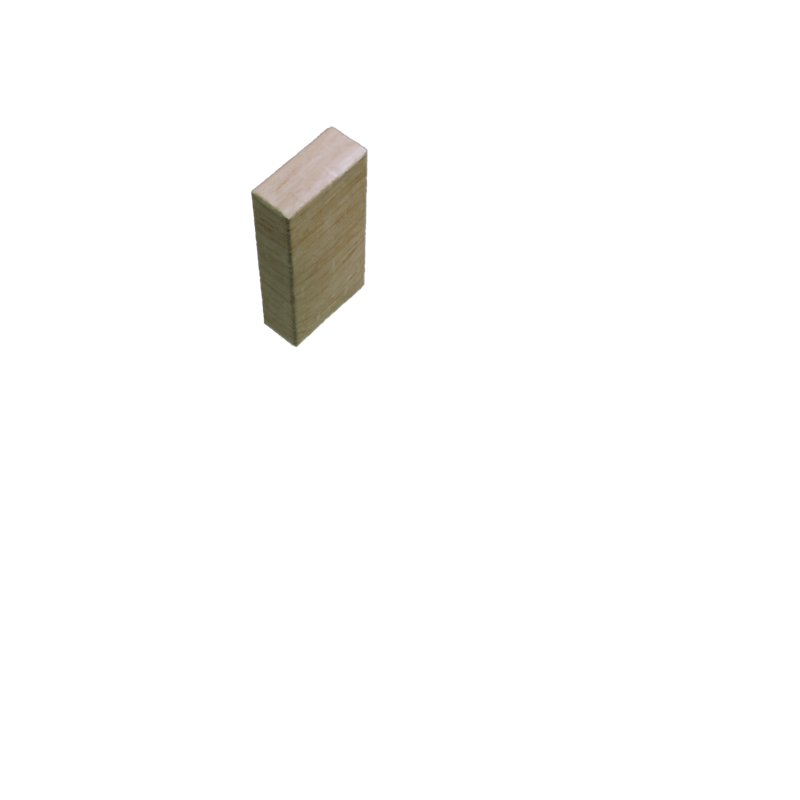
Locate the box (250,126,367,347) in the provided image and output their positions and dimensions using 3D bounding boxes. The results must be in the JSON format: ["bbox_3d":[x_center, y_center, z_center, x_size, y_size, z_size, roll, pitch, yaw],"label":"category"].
[{"bbox_3d":[-0.070,-0.128,0.896,0.050,0.095,0.165,37,-26,16],"label":"box"}]
